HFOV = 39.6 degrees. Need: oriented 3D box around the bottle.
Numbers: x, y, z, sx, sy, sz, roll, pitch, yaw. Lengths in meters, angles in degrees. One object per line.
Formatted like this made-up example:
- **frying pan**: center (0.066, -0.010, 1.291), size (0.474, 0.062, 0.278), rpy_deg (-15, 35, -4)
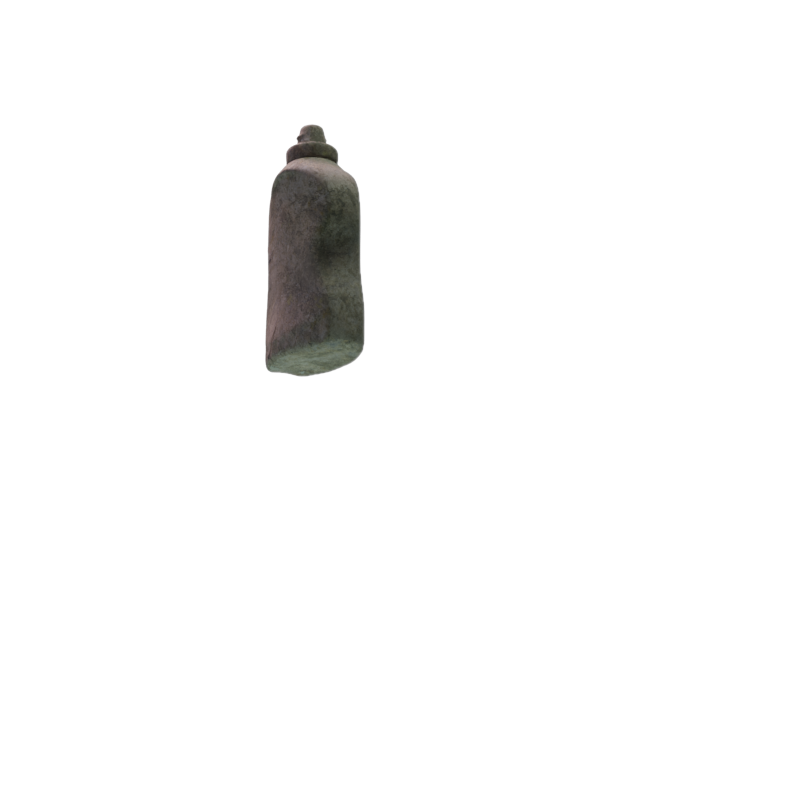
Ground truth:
- **bottle**: center (-0.067, -0.121, 0.845), size (0.056, 0.201, 0.096), rpy_deg (10, -22, -30)
